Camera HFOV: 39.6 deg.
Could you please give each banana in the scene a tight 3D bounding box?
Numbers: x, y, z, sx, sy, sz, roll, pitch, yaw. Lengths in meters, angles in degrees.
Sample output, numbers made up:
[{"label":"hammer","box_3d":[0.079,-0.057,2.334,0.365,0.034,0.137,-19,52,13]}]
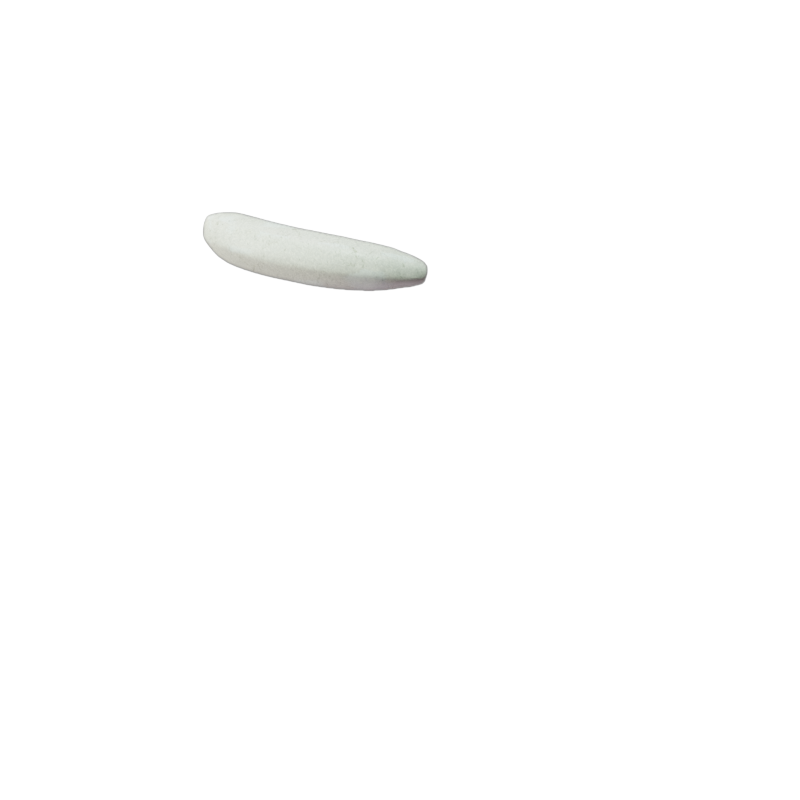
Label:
[{"label":"banana","box_3d":[-0.077,-0.109,0.784,0.209,0.035,0.069,20,30,37]}]
